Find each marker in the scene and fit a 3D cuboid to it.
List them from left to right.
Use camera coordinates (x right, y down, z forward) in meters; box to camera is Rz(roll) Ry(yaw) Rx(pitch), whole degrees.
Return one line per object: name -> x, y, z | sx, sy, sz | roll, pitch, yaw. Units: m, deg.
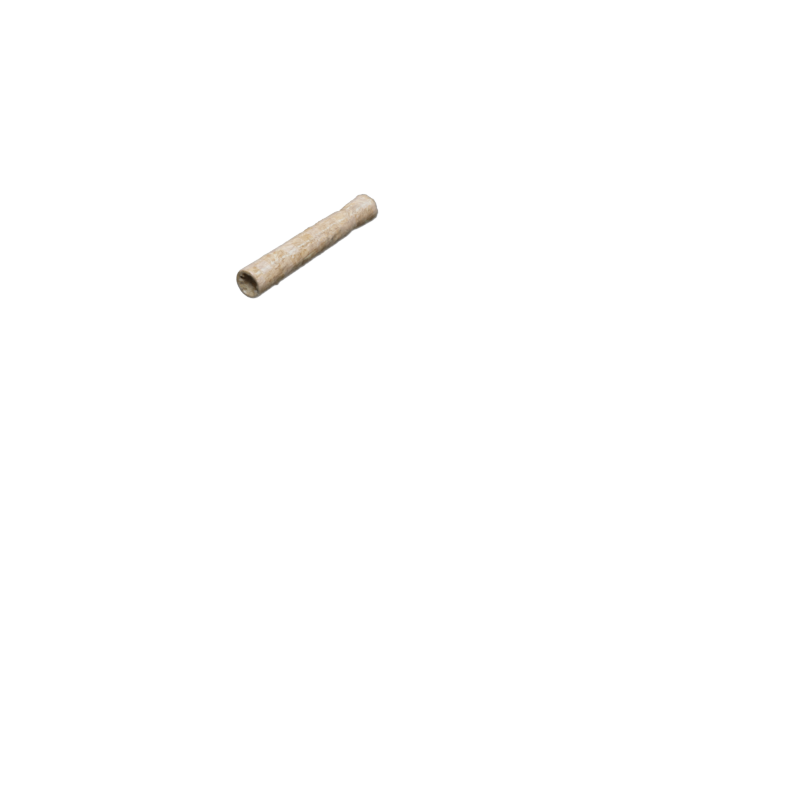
marker -> -0.053, -0.096, 0.675 | 0.021, 0.019, 0.122 | 3, 31, 39
